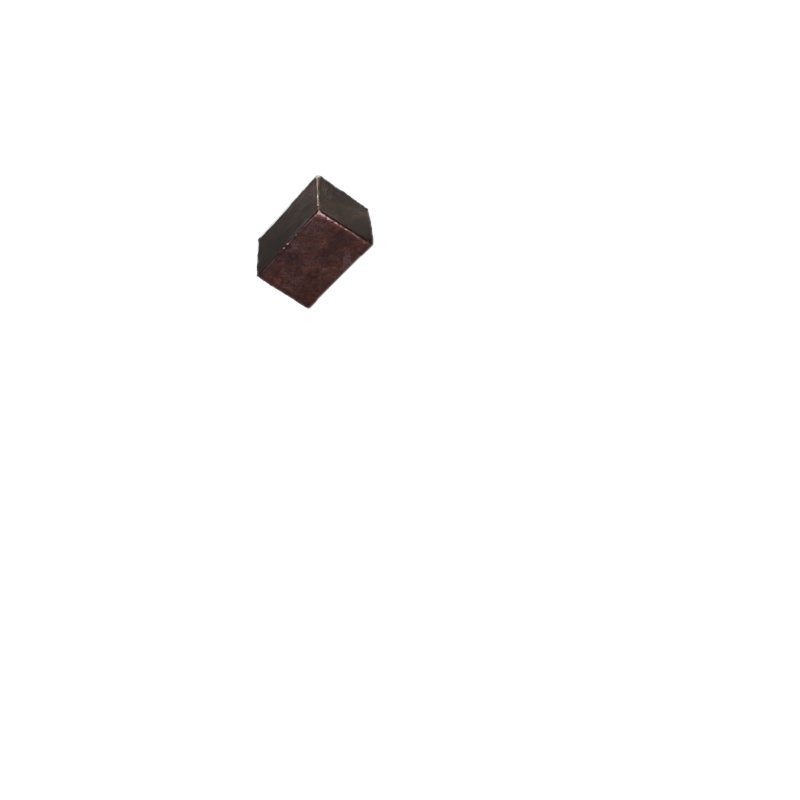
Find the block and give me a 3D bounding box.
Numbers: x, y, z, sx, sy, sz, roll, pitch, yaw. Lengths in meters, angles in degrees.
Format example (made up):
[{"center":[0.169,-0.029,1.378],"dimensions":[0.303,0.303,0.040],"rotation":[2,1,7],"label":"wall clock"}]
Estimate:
[{"center":[-0.065,-0.119,0.833],"dimensions":[0.050,0.055,0.077],"rotation":[33,-60,-26],"label":"block"}]
